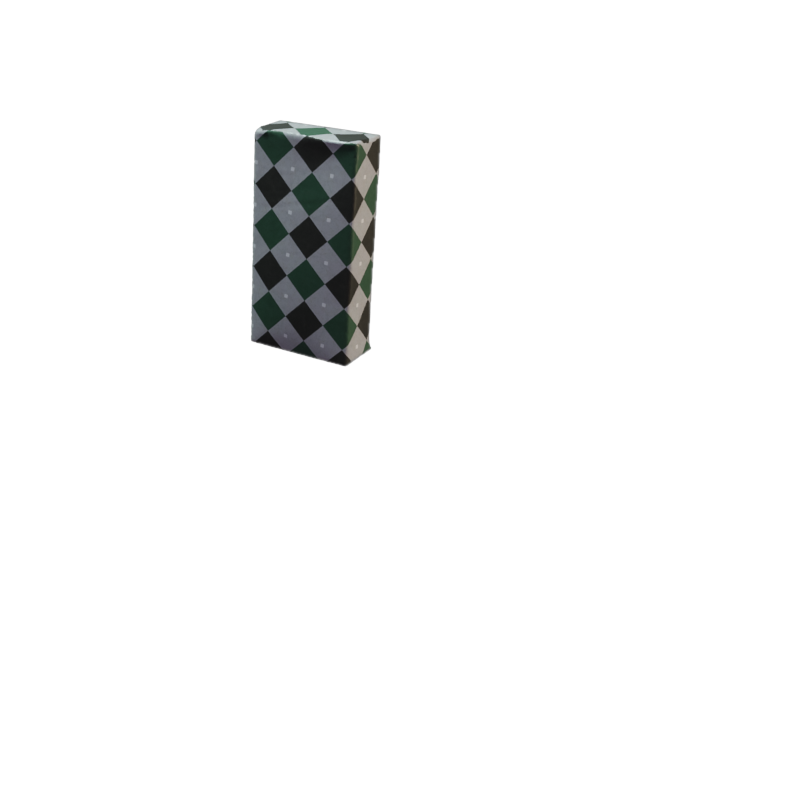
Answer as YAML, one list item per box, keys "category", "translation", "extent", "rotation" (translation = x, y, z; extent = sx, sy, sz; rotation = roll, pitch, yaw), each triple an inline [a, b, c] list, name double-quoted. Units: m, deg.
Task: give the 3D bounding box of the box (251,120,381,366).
- category: "box"
  translation: [-0.068, -0.123, 0.859]
  extent: [0.097, 0.169, 0.048]
  rotation: [13, 23, 28]
